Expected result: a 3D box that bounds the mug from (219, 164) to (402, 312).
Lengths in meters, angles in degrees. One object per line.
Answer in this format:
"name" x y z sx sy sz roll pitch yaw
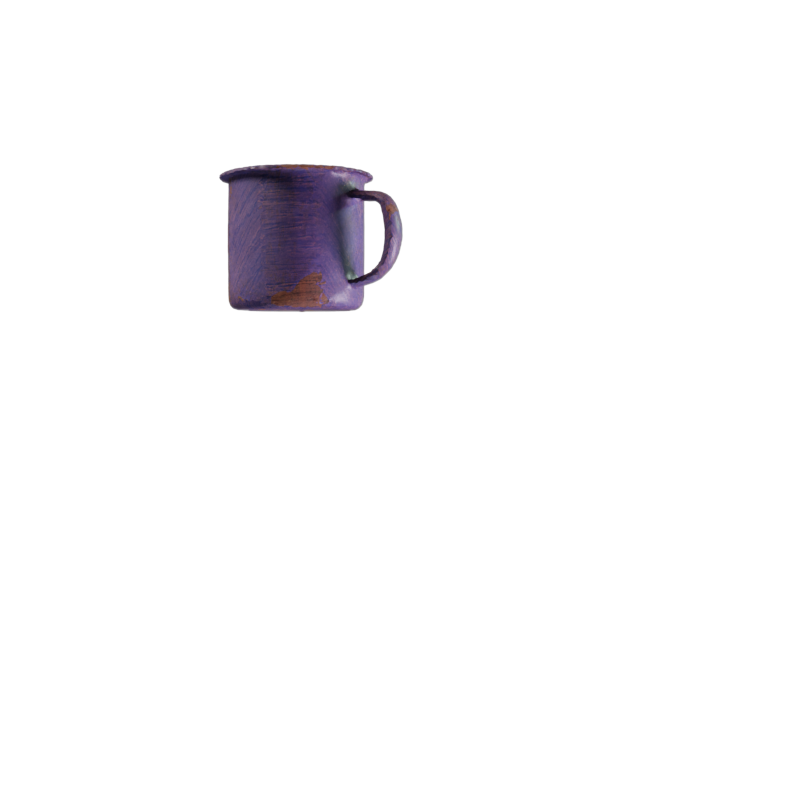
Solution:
"mug" -0.052 -0.094 0.660 0.121 0.082 0.090 0 -1 28
